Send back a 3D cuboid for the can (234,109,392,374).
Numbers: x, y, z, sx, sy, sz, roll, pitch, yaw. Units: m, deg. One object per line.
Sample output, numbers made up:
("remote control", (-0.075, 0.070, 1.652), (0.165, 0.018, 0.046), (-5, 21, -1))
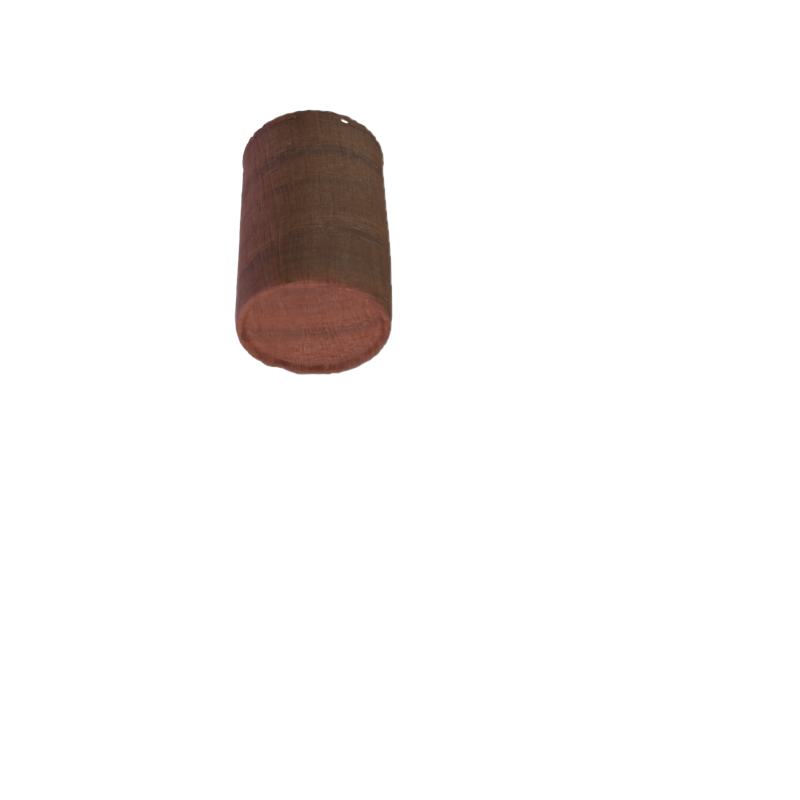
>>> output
("can", (-0.039, -0.071, 0.497), (0.068, 0.110, 0.064), (-1, -38, -3))
